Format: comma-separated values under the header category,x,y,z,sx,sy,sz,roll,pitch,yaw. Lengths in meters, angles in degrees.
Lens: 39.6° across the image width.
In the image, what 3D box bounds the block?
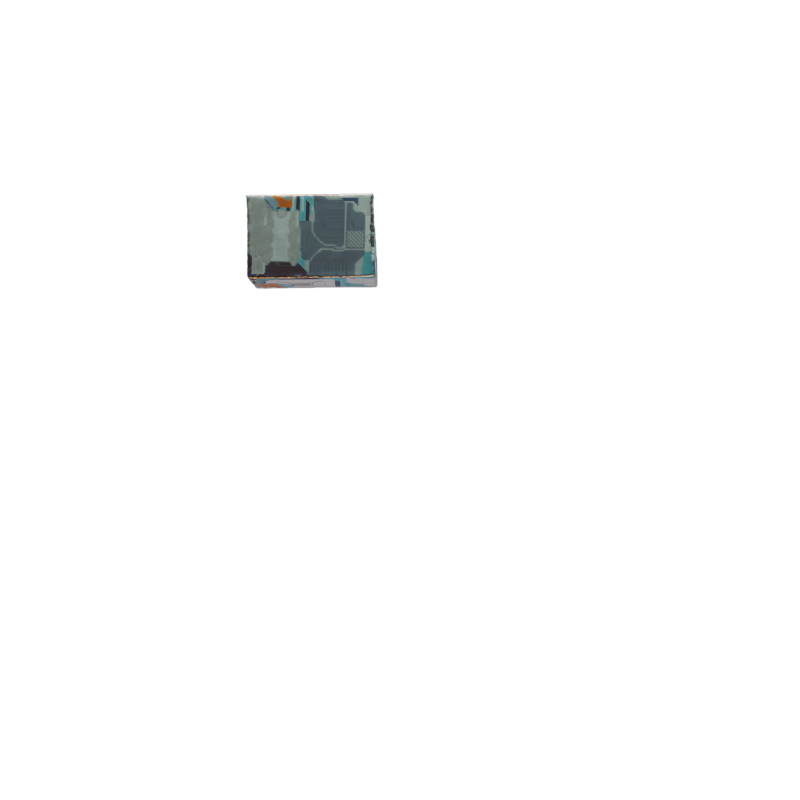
category,x,y,z,sx,sy,sz,roll,pitch,yaw
block,-0.053,-0.096,0.674,0.078,0.052,0.052,0,-5,2
